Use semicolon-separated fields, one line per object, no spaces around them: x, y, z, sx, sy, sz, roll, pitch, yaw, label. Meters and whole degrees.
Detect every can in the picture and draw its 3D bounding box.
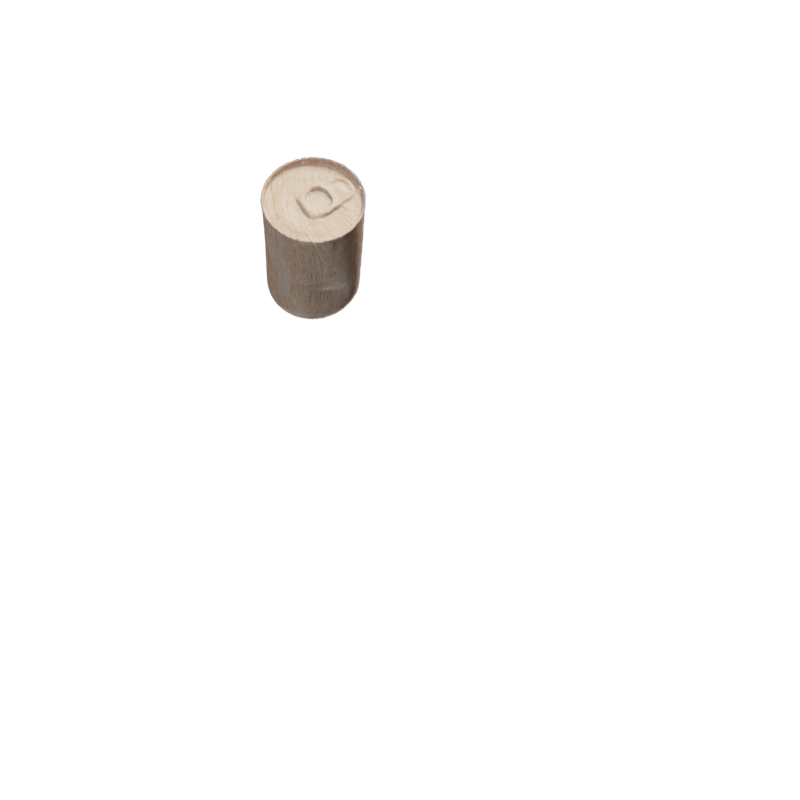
-0.059;-0.108;0.754;0.068;0.073;0.096;0;-29;-3;can
